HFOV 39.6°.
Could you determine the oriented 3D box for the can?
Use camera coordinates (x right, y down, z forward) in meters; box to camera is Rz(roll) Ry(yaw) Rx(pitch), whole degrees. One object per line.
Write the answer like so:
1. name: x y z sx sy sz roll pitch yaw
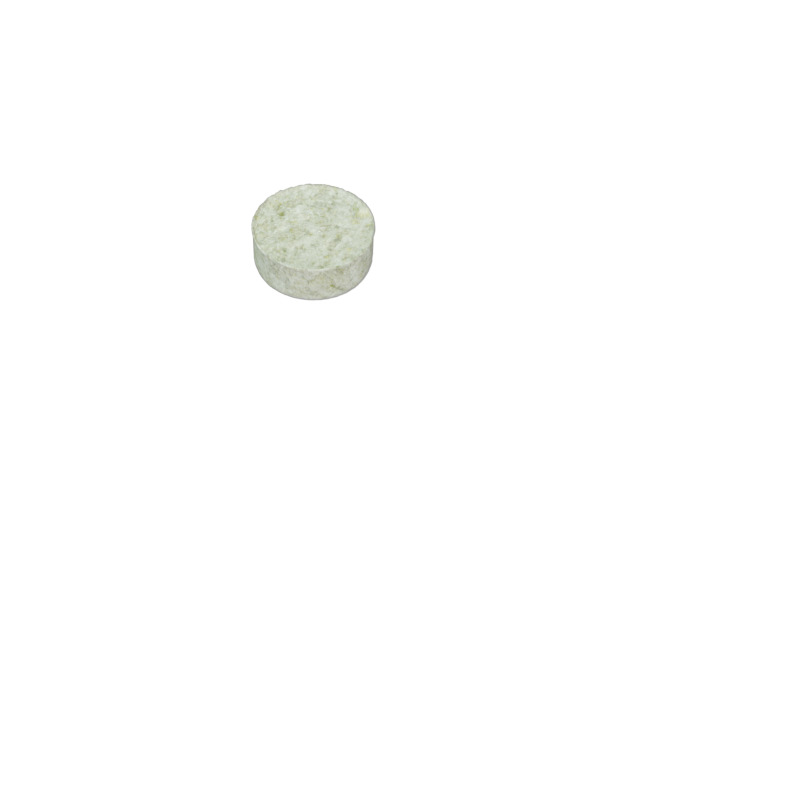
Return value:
1. can: -0.061 -0.111 0.776 0.086 0.092 0.031 -1 -41 -1
